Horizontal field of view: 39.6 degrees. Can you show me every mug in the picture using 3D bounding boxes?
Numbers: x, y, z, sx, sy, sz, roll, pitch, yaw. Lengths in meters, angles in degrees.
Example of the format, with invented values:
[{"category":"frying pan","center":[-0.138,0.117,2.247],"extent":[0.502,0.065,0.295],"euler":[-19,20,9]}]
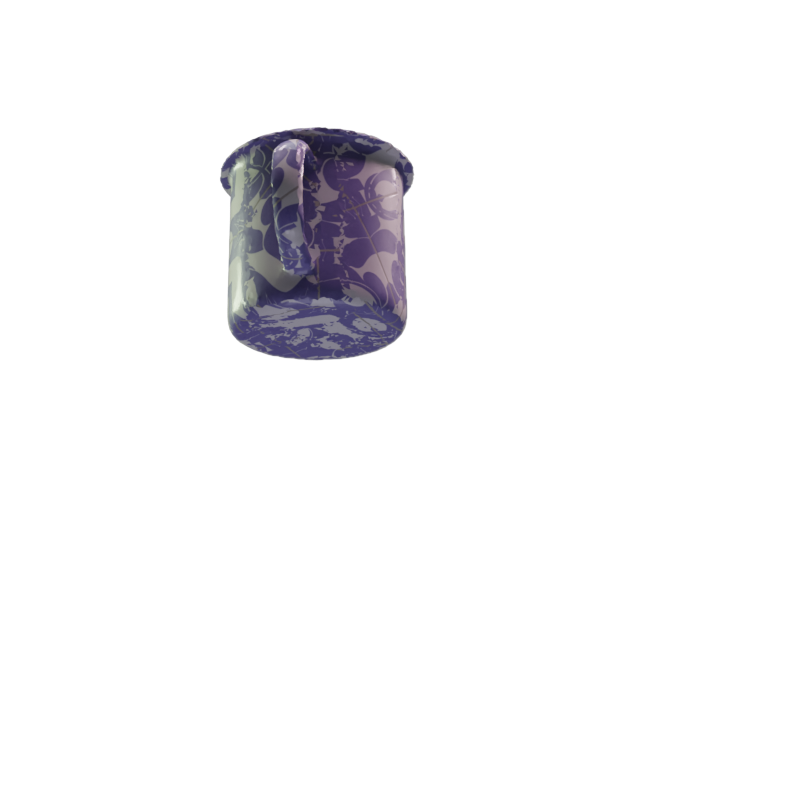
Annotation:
[{"category":"mug","center":[-0.040,-0.072,0.505],"extent":[0.094,0.086,0.110],"euler":[-3,-20,5]}]
